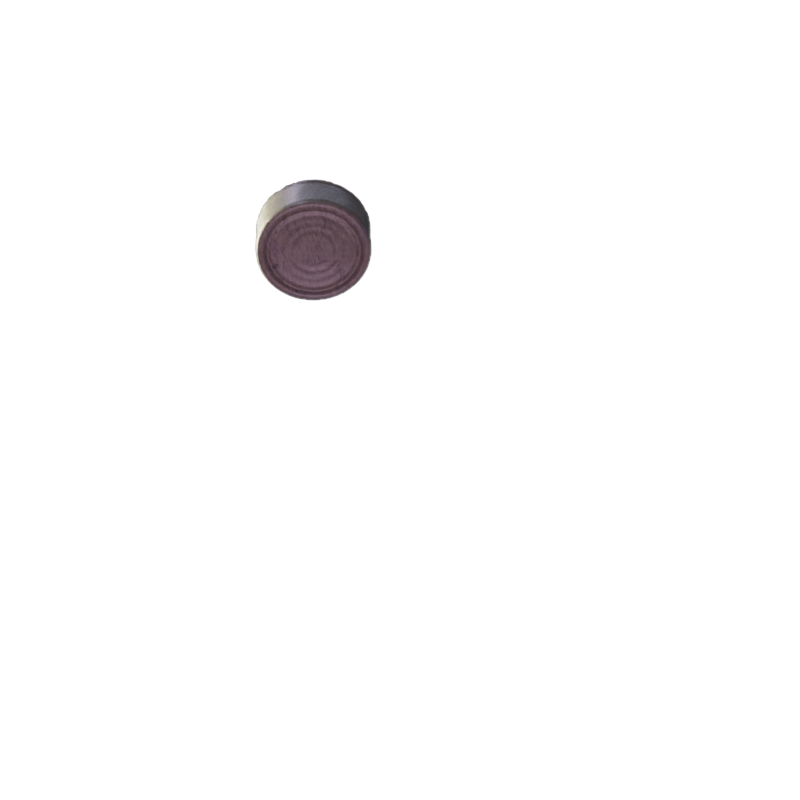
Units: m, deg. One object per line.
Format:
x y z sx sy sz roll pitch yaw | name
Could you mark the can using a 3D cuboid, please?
-0.064 -0.116 0.813 0.086 0.081 0.036 1 33 -1 | can
